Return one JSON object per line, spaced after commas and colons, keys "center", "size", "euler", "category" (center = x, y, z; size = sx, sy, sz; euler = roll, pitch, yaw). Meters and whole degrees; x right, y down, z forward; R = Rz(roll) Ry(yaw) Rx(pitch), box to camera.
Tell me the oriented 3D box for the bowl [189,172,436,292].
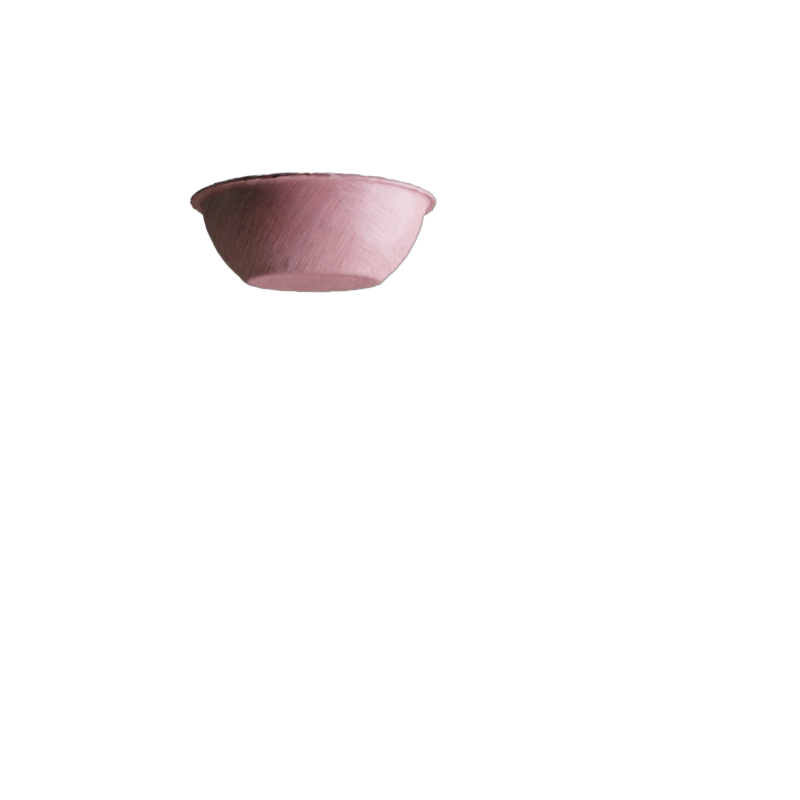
{"center": [-0.057, -0.104, 0.726], "size": [0.162, 0.056, 0.160], "euler": [0, -3, -2], "category": "bowl"}
